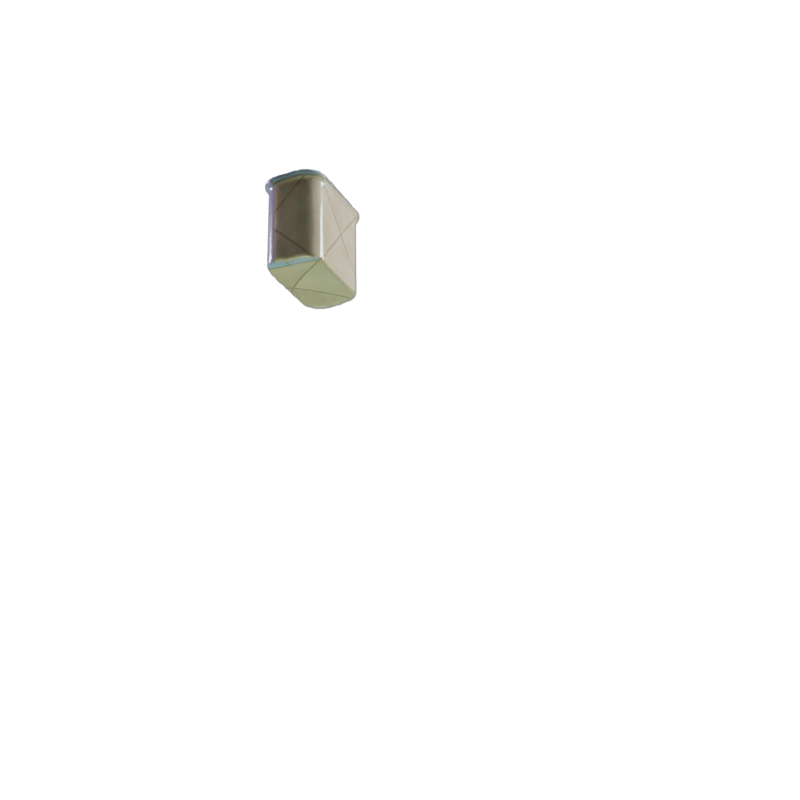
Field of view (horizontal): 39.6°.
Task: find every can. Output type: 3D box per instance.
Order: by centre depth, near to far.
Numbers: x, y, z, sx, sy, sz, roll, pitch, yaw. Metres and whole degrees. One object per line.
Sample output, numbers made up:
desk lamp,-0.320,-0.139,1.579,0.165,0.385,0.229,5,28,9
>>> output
can,-0.075,-0.137,0.963,0.058,0.089,0.094,-13,-28,21
